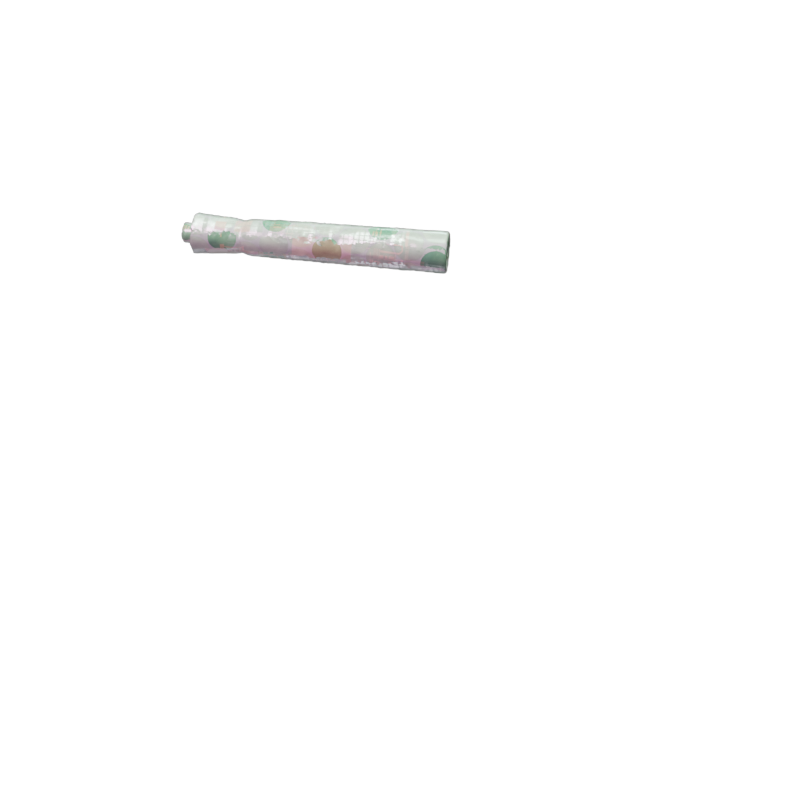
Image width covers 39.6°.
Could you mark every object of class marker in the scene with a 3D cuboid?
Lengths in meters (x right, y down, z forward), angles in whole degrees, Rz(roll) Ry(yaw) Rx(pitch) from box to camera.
[{"bbox_3d":[-0.039,-0.071,0.497,0.123,0.020,0.020,6,5,11],"label":"marker"}]
